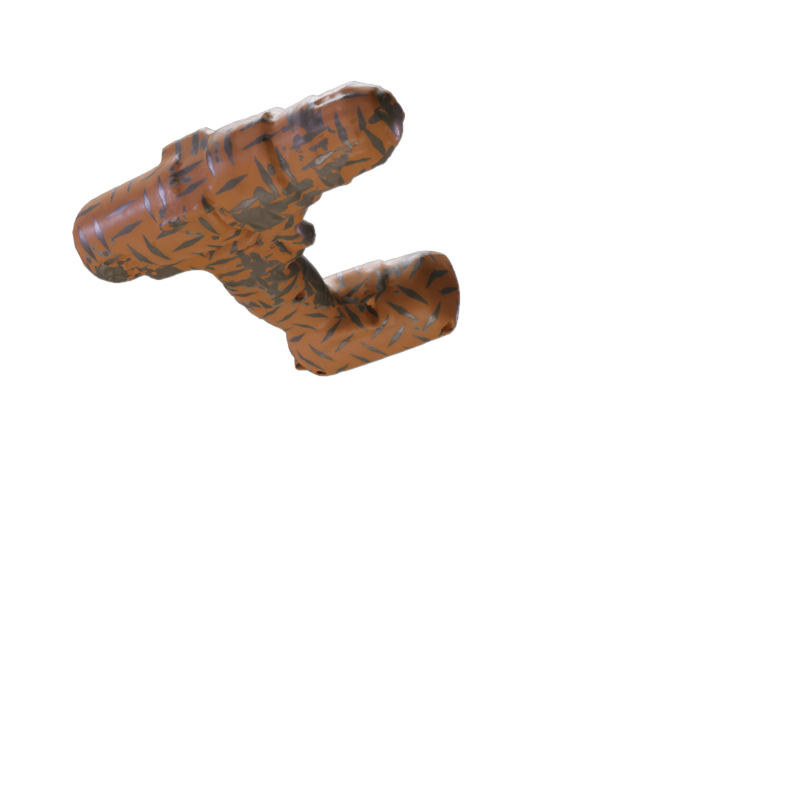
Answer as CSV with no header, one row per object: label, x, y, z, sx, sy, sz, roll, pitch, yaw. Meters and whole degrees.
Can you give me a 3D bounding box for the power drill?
power drill,-0.045,-0.082,0.575,0.187,0.061,0.174,-16,-31,29
